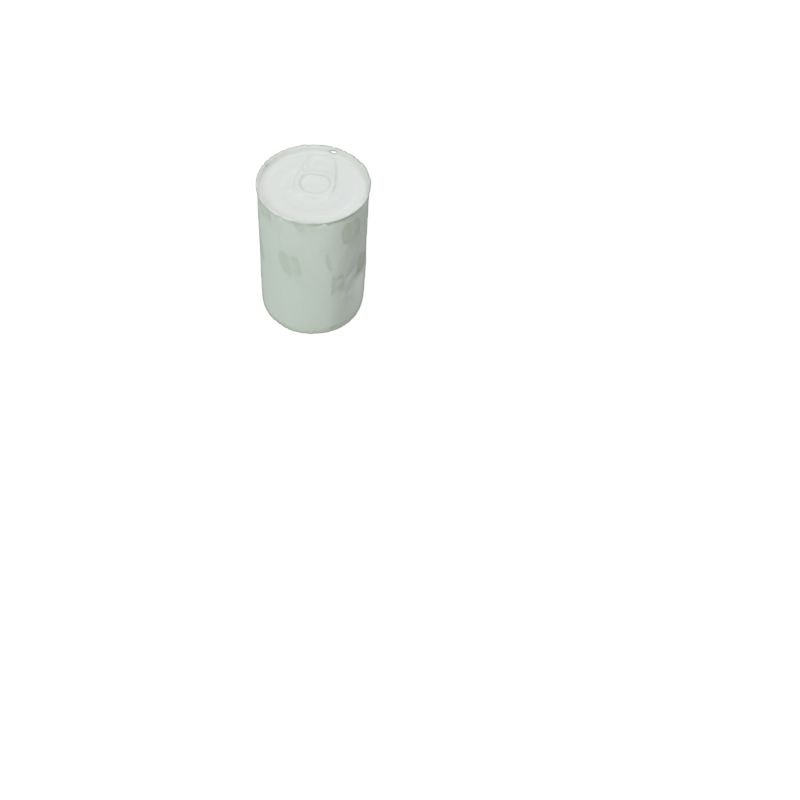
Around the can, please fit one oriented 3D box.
[{"bbox_3d":[-0.054,-0.098,0.686,0.068,0.074,0.095,0,-40,-3],"label":"can"}]
